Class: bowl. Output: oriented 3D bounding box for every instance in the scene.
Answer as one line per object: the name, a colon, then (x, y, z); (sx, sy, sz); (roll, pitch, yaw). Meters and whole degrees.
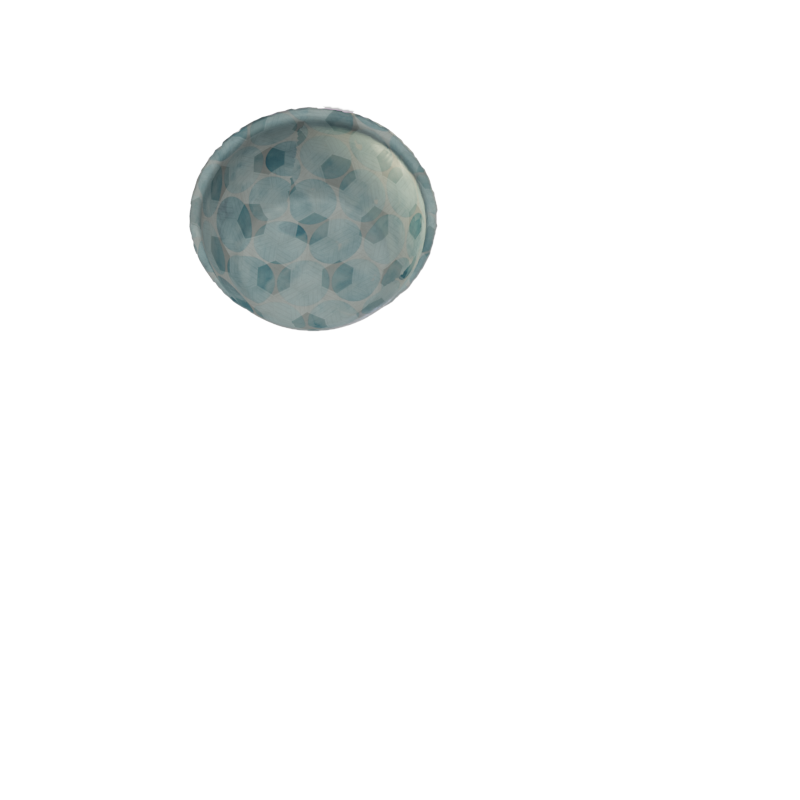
bowl: (-0.055, -0.100, 0.701); (0.162, 0.152, 0.059); (1, 32, -1)
